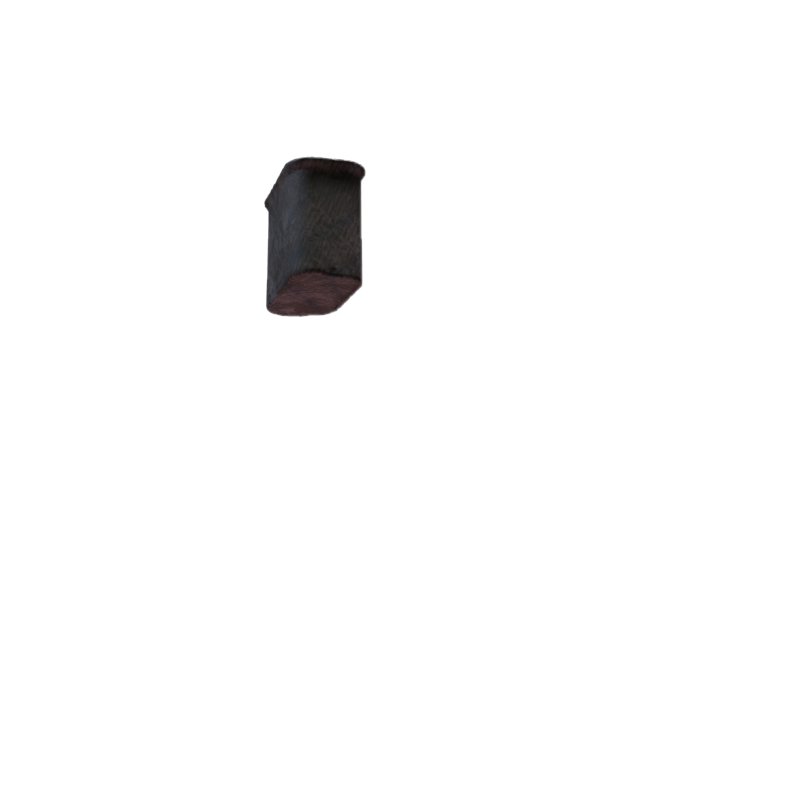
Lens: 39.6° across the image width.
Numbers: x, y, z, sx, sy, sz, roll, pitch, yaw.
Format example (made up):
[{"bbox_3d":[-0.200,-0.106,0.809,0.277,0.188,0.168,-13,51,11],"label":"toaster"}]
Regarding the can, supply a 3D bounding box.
[{"bbox_3d":[-0.061,-0.111,0.775,0.056,0.087,0.100,5,-16,-17],"label":"can"}]
